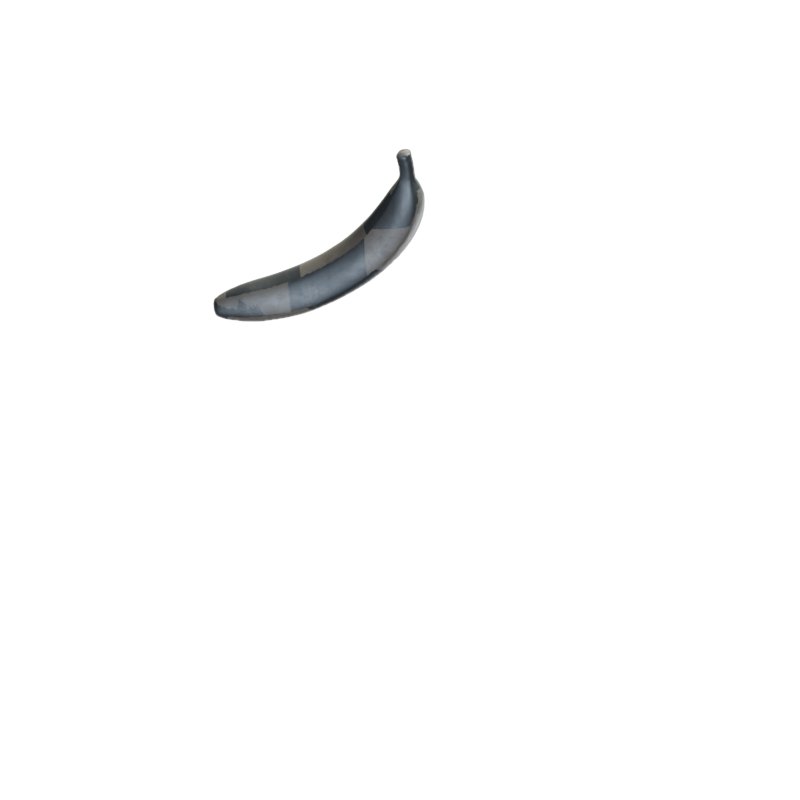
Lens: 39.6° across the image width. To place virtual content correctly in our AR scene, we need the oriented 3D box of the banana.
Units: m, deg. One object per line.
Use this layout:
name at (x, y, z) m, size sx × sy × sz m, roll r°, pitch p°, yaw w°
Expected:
banana at (-0.050, -0.110, 0.837) m, size 0.196 × 0.066 × 0.039 m, roll -37°, pitch 23°, yaw 17°
